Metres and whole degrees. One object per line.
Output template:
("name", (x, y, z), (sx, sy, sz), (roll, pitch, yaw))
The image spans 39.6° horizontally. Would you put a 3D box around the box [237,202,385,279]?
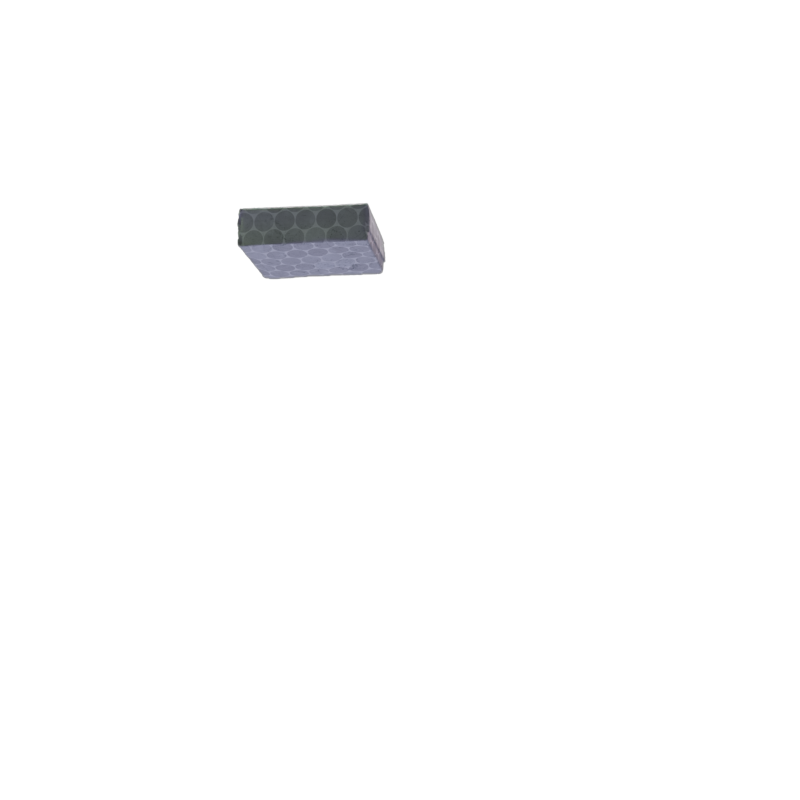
("box", (-0.075, -0.136, 0.952), (0.115, 0.041, 0.085), (-2, -15, 9))
